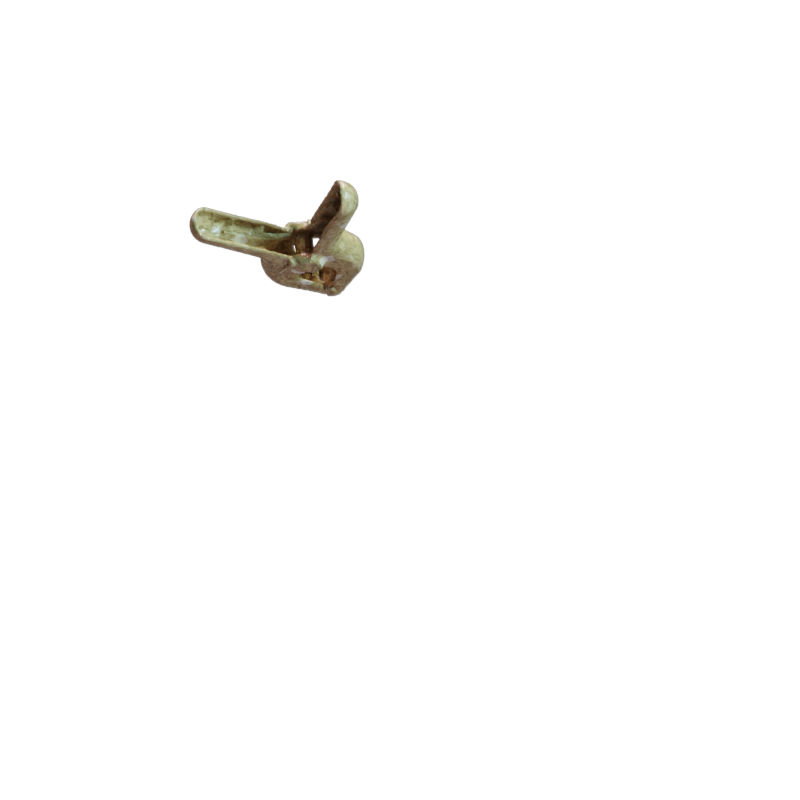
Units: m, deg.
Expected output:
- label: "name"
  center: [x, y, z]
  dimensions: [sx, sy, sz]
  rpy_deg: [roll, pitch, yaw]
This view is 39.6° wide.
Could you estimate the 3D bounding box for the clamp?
- label: "clamp"
  center: [-0.064, -0.117, 0.820]
  dimensions: [0.123, 0.041, 0.162]
  rpy_deg: [-5, -11, 23]
